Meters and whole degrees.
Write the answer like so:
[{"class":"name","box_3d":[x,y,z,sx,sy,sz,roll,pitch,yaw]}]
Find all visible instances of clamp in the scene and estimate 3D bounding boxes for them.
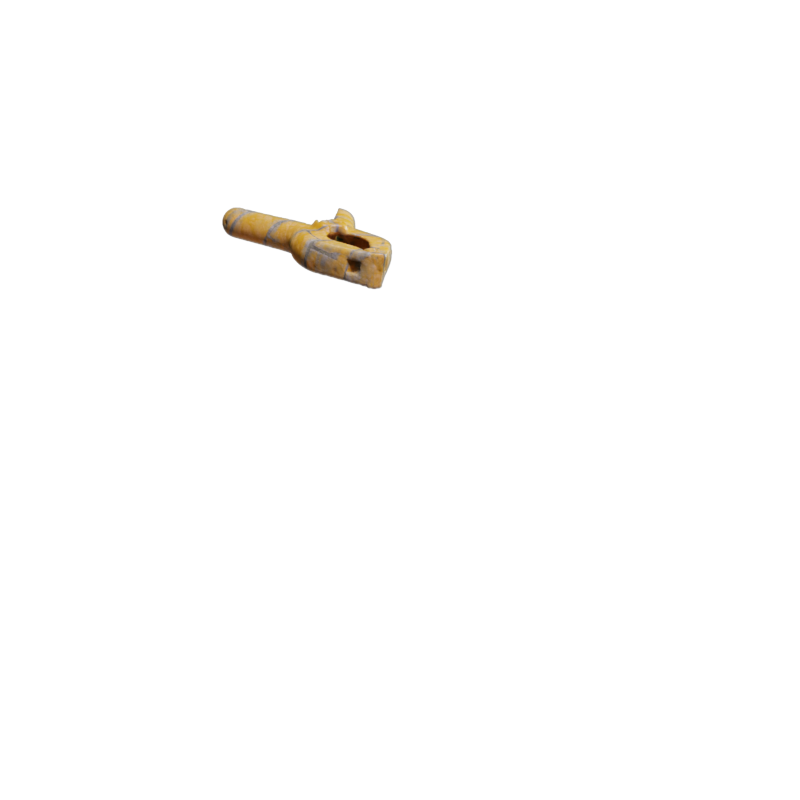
[{"class":"clamp","box_3d":[-0.069,-0.126,0.884,0.118,0.038,0.181,-7,21,-19]}]
